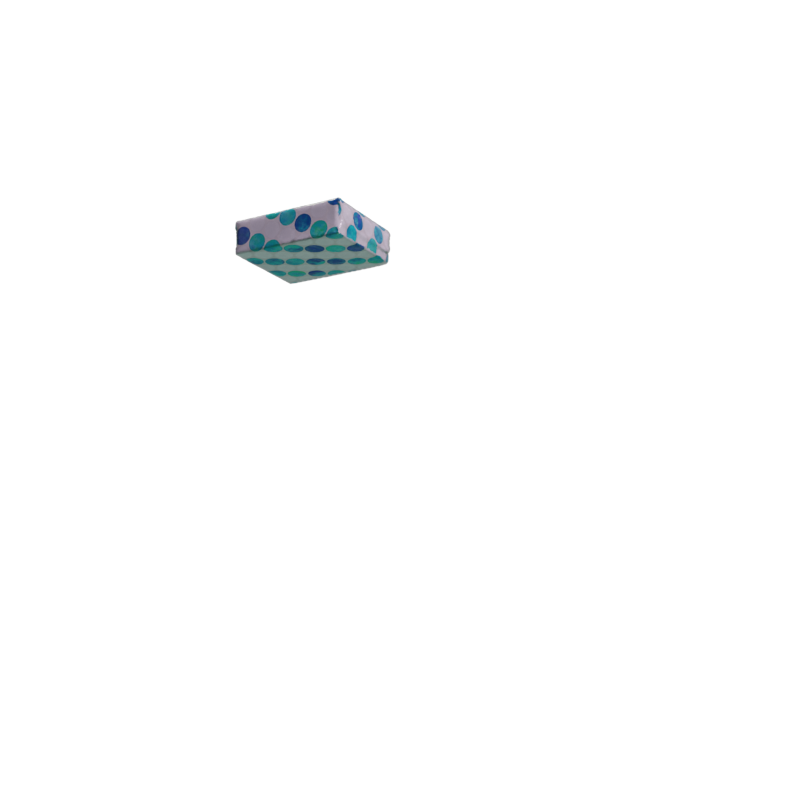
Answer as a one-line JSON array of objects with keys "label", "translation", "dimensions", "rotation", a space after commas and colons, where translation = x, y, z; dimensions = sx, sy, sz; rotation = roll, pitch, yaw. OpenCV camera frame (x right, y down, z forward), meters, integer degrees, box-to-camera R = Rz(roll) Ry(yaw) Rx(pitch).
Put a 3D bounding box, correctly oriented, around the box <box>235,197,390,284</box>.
[{"label": "box", "translation": [-0.062, -0.114, 0.800], "dimensions": [0.091, 0.031, 0.069], "rotation": [-9, -17, 29]}]
